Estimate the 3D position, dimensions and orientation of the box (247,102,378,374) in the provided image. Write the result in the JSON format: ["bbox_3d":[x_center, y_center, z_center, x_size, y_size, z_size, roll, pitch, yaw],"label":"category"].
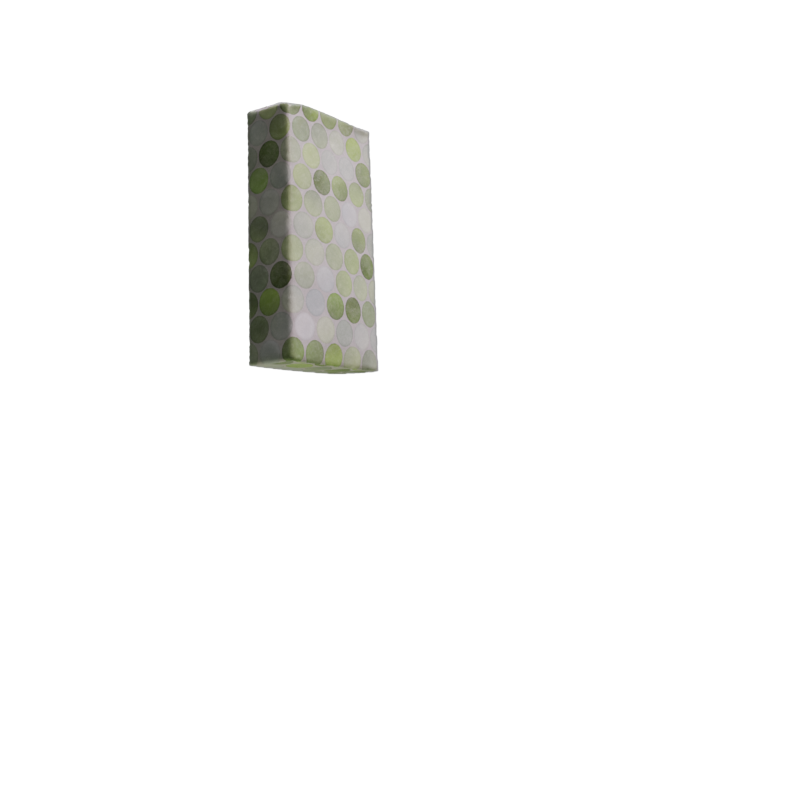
[{"bbox_3d":[-0.059,-0.109,0.760,0.049,0.181,0.088,-9,-13,37],"label":"box"}]
